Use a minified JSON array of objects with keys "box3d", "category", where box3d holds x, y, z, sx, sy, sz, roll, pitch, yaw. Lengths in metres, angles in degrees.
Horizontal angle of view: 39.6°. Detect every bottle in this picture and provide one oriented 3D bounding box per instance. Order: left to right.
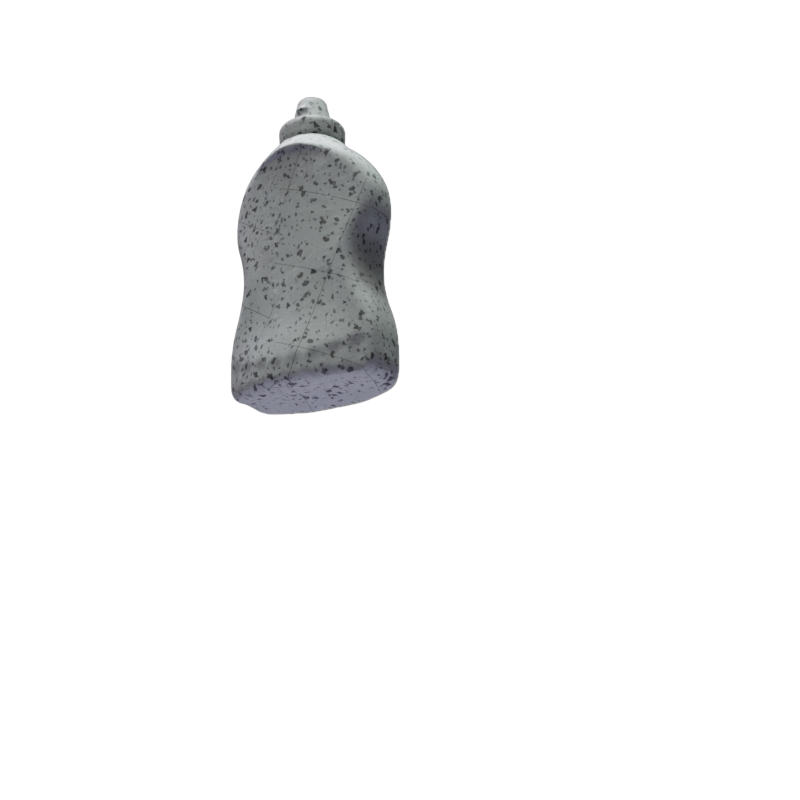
[{"box3d":[-0.051,-0.093,0.651,0.097,0.203,0.054,-16,-28,29],"category":"bottle"}]
